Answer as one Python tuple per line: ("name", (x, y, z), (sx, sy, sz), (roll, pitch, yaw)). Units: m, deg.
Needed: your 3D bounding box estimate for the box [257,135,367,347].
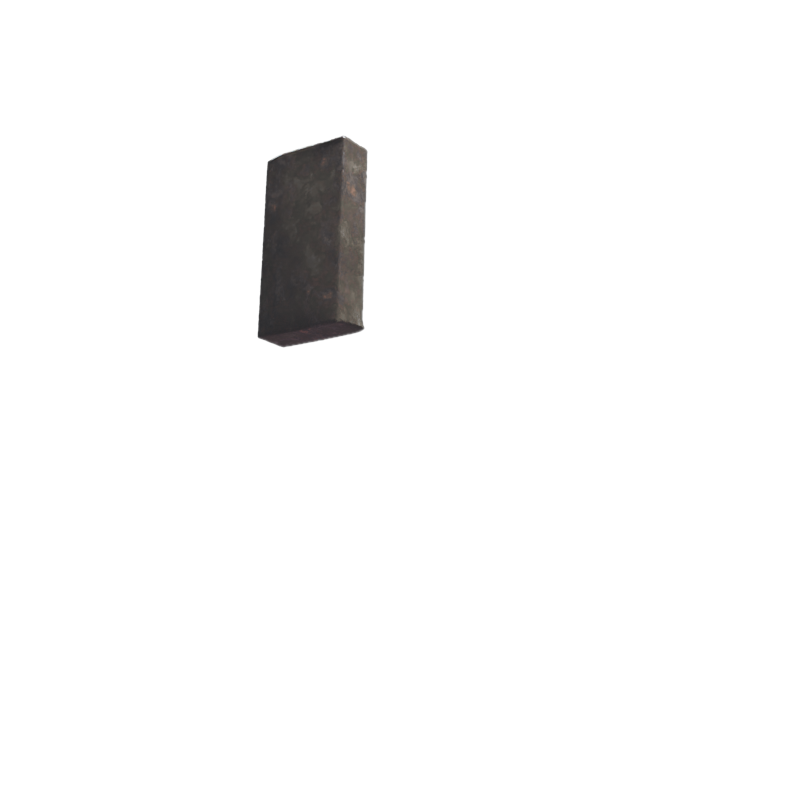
("box", (-0.078, -0.142, 0.996), (0.095, 0.184, 0.045), (-13, -22, 33))
